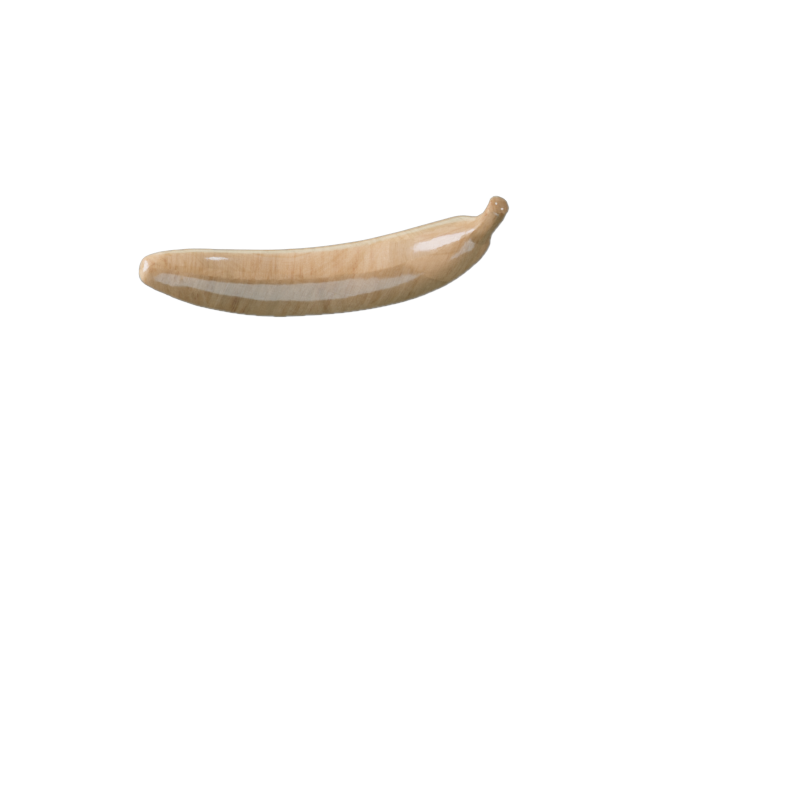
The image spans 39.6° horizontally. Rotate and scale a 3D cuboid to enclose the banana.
[{"bbox_3d":[-0.037,-0.073,0.592,0.200,0.039,0.064,-9,-39,12],"label":"banana"}]
